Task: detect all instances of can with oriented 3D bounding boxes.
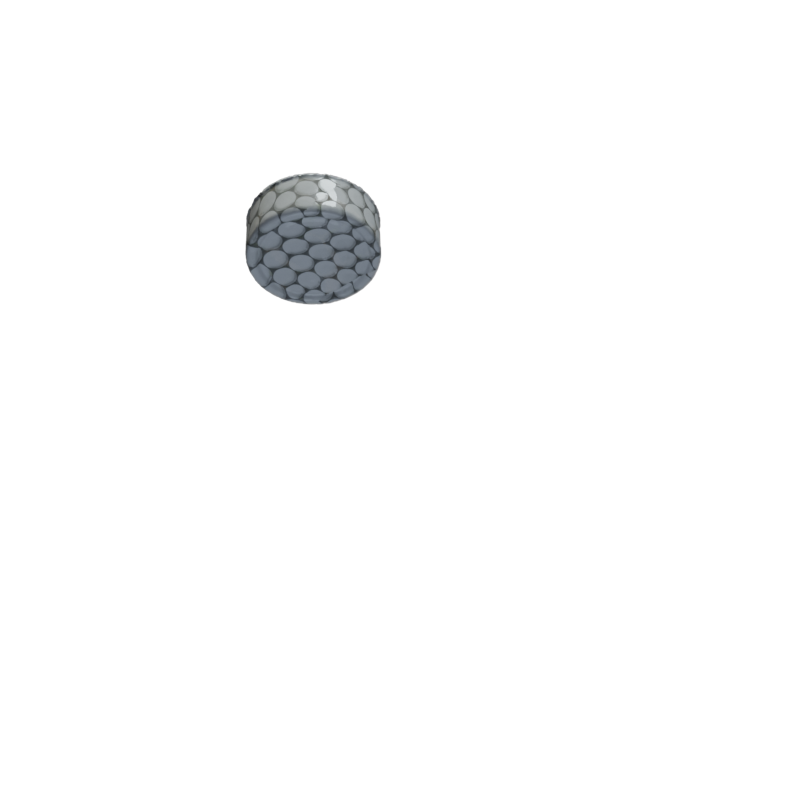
[{"bbox_3d":[-0.055,-0.099,0.696,0.086,0.036,0.080,1,-42,-1],"label":"can"}]
